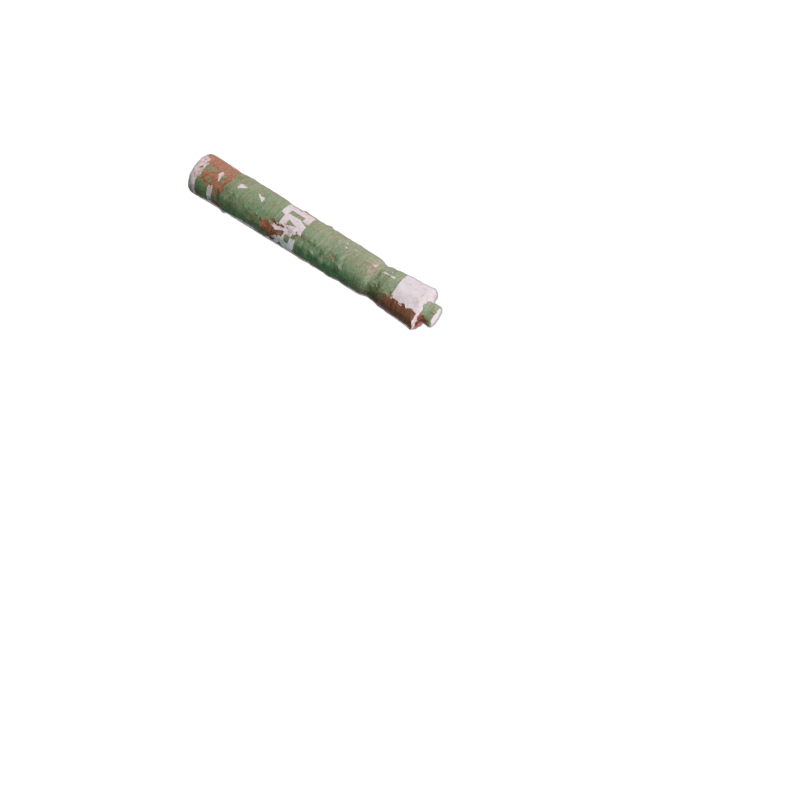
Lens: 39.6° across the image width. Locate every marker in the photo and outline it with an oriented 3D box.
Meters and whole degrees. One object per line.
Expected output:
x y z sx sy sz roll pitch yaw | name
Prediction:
-0.035 -0.065 0.453 0.127 0.019 0.019 34 15 20 | marker
